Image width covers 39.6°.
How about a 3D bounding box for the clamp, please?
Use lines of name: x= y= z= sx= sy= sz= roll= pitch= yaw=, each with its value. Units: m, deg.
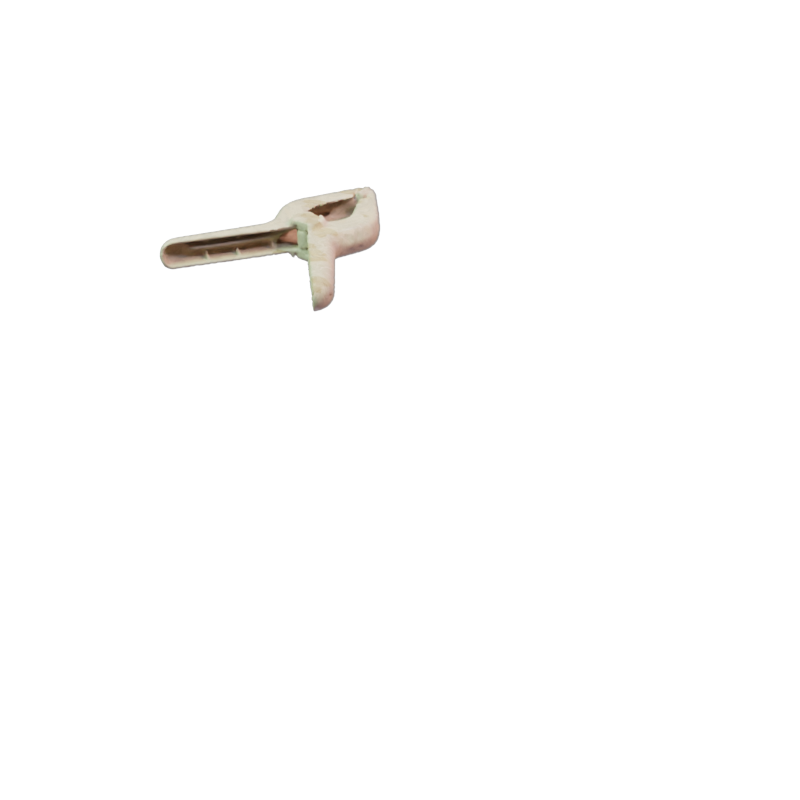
clamp: x=-0.073 y=-0.133 z=0.934 sx=0.174 sy=0.034 sz=0.210 roll=22 pitch=36 yaw=33
